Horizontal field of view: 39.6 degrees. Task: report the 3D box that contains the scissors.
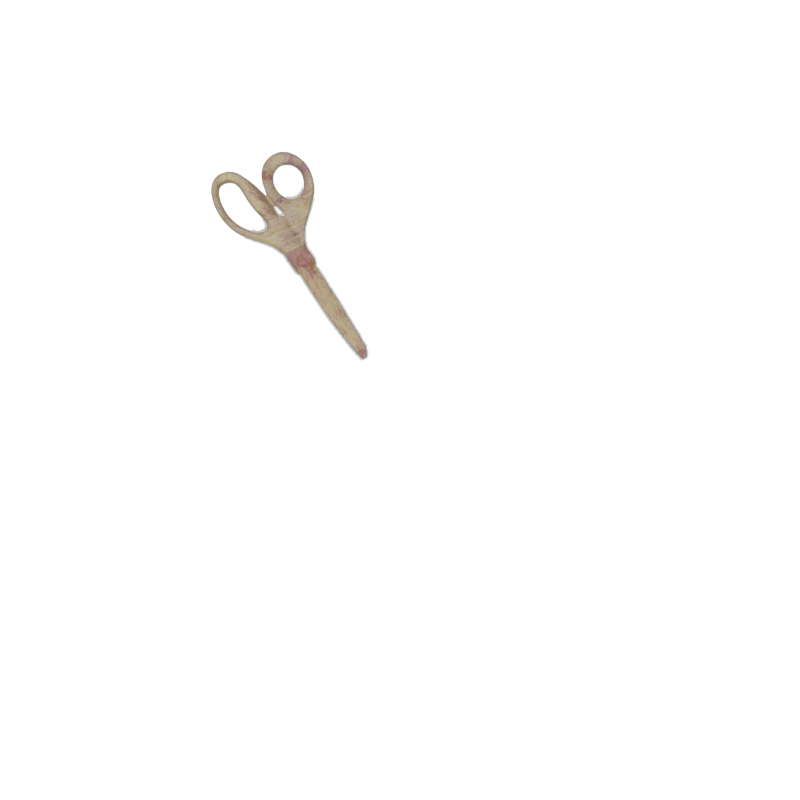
[{"bbox_3d":[-0.073,-0.134,0.938,0.209,0.097,0.015,41,-16,14],"label":"scissors"}]
